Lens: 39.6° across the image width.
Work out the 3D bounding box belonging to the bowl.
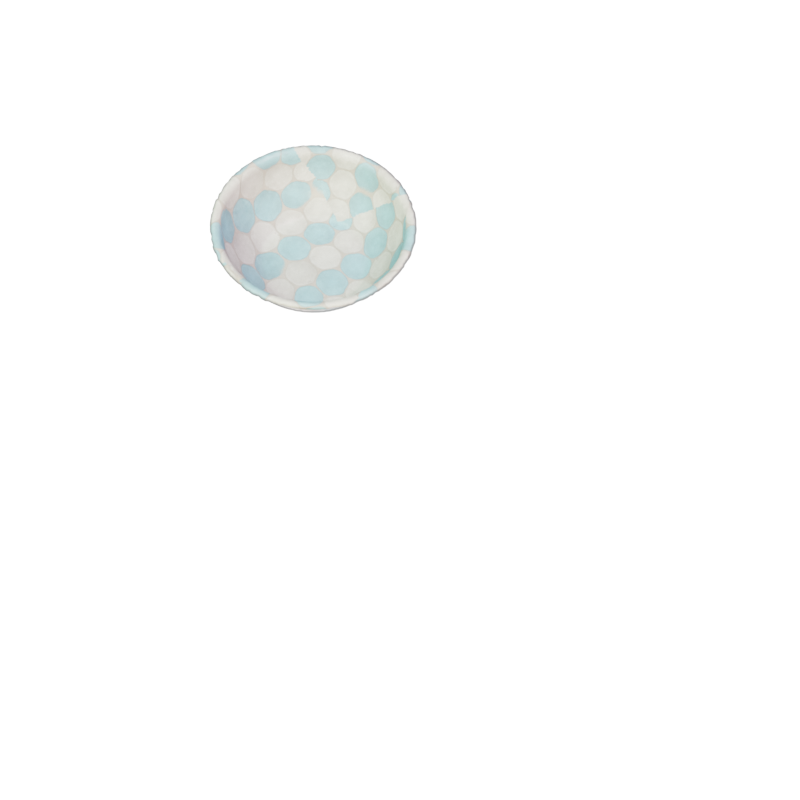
[{"bbox_3d":[-0.069,-0.127,0.888,0.162,0.173,0.051,-1,-33,-1],"label":"bowl"}]
